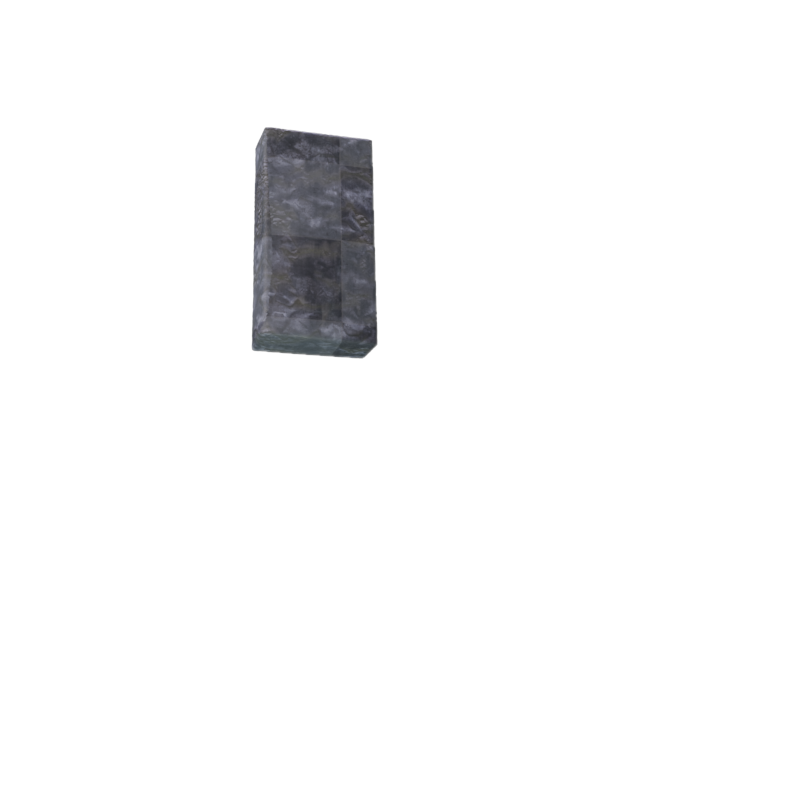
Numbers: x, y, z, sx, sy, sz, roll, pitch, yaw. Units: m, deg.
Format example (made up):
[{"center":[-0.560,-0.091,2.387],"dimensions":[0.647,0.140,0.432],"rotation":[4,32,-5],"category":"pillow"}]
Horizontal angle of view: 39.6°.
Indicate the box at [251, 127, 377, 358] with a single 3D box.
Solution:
[{"center":[-0.069,-0.125,0.877],"dimensions":[0.091,0.186,0.046],"rotation":[5,-24,-14],"category":"box"}]
